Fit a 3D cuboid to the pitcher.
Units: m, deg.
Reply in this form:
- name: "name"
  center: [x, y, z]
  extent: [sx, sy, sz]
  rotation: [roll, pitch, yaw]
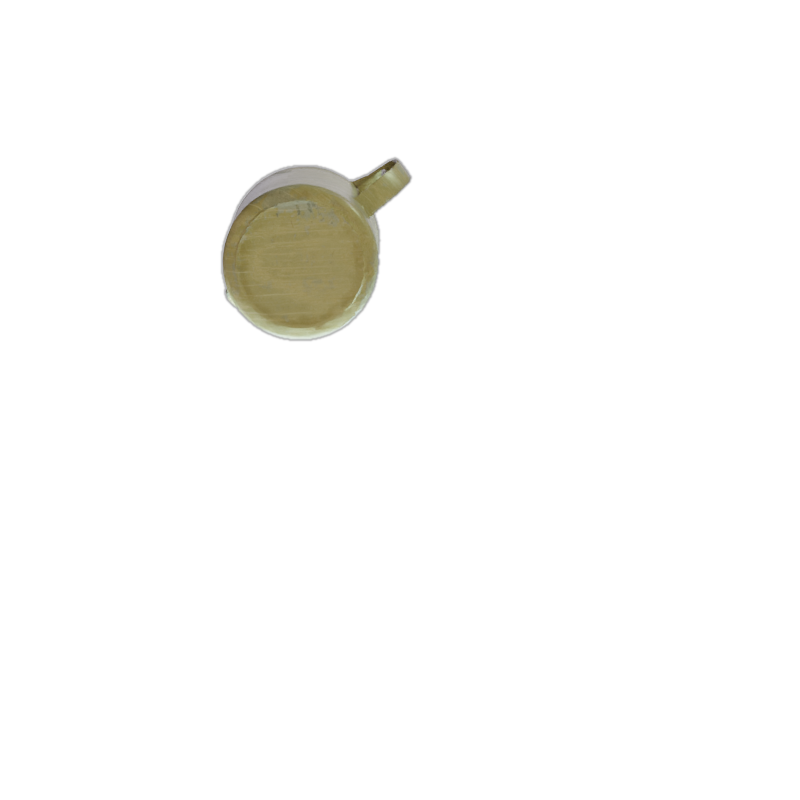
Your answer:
- name: "pitcher"
  center: [-0.068, -0.124, 0.868]
  extent: [0.144, 0.147, 0.248]
  rotation: [8, 9, -5]
